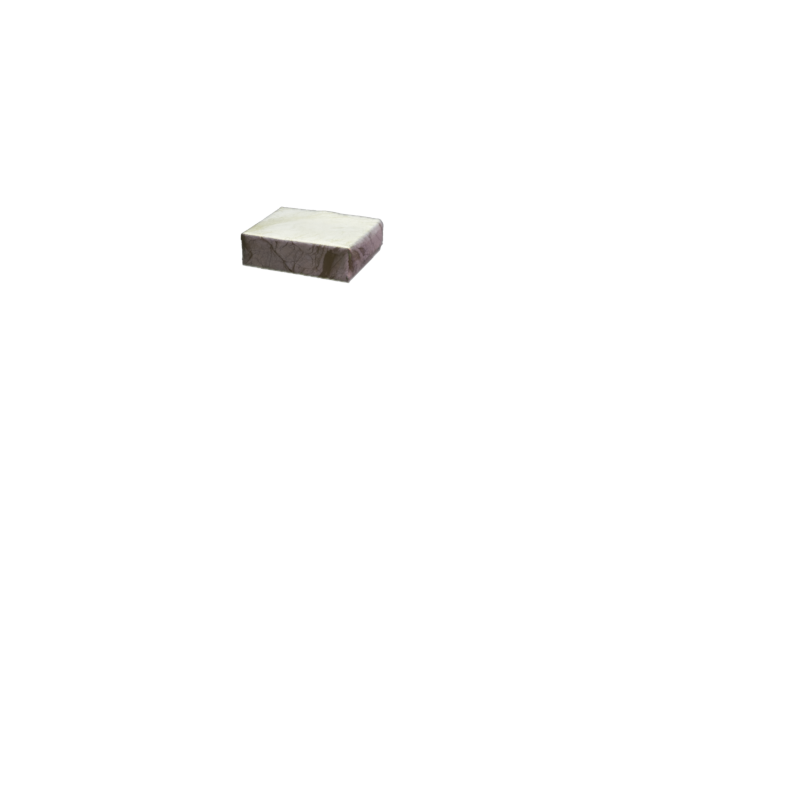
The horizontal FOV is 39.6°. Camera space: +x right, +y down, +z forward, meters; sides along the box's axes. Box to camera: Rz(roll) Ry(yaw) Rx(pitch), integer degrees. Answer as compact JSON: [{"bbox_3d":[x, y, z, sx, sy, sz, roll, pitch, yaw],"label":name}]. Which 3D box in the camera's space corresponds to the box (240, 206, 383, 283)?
[{"bbox_3d":[-0.066,-0.120,0.843,0.092,0.029,0.074,10,27,19],"label":"box"}]
